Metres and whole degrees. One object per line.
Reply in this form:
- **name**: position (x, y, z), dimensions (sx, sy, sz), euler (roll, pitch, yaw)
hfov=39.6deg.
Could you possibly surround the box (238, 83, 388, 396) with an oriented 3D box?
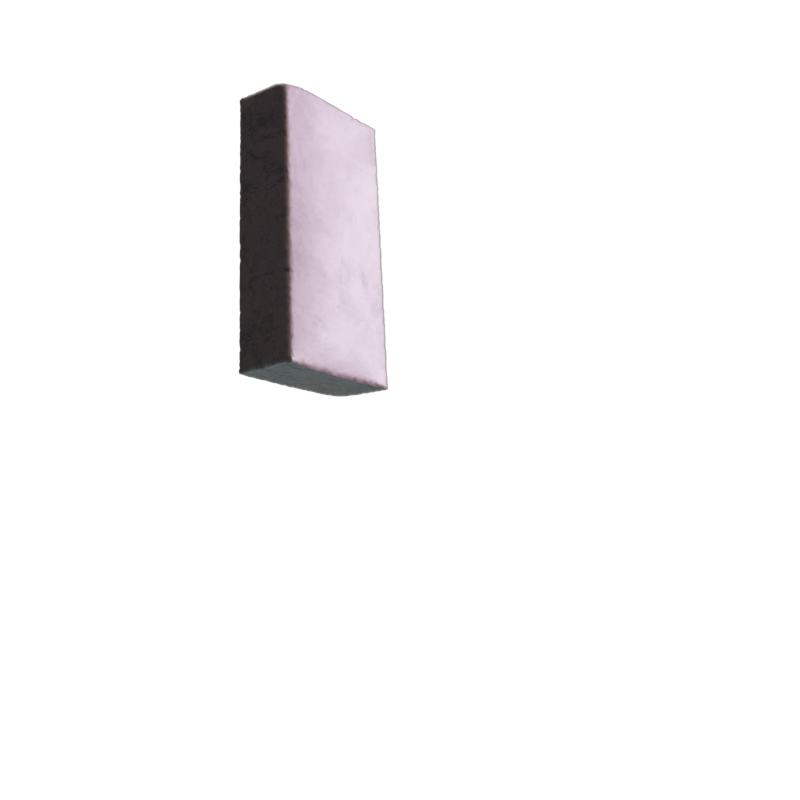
- **box**: position (-0.052, -0.096, 0.672), dimensions (0.049, 0.184, 0.088), euler (-15, -22, 36)
